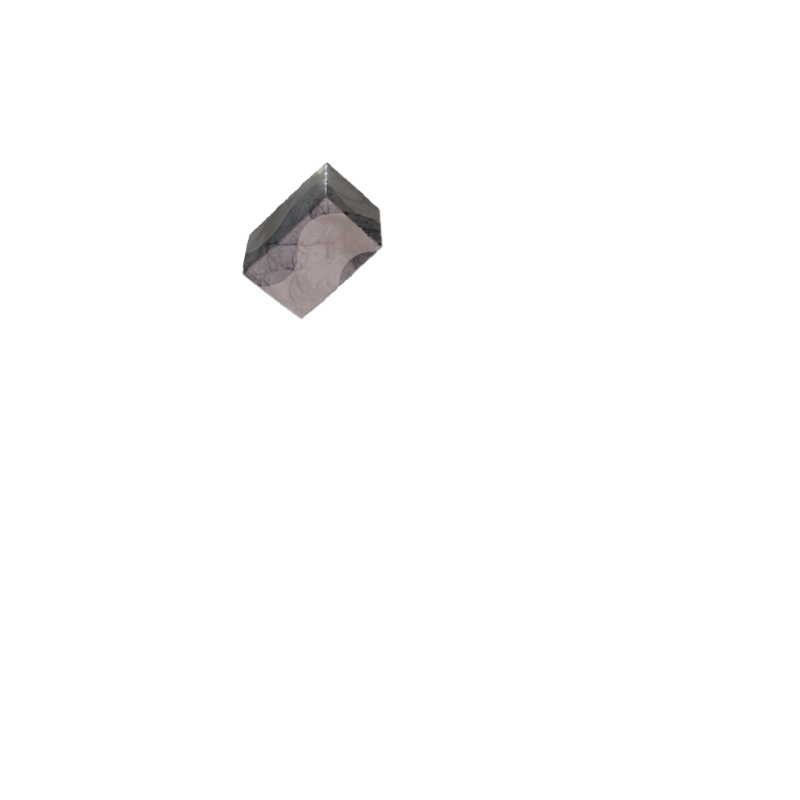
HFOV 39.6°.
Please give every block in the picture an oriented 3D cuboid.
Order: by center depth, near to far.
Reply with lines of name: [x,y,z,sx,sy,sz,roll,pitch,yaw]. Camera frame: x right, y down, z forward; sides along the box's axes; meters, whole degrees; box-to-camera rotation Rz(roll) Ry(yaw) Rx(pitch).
block: [-0.056,-0.102,0.717,0.077,0.050,0.055,-40,26,20]
